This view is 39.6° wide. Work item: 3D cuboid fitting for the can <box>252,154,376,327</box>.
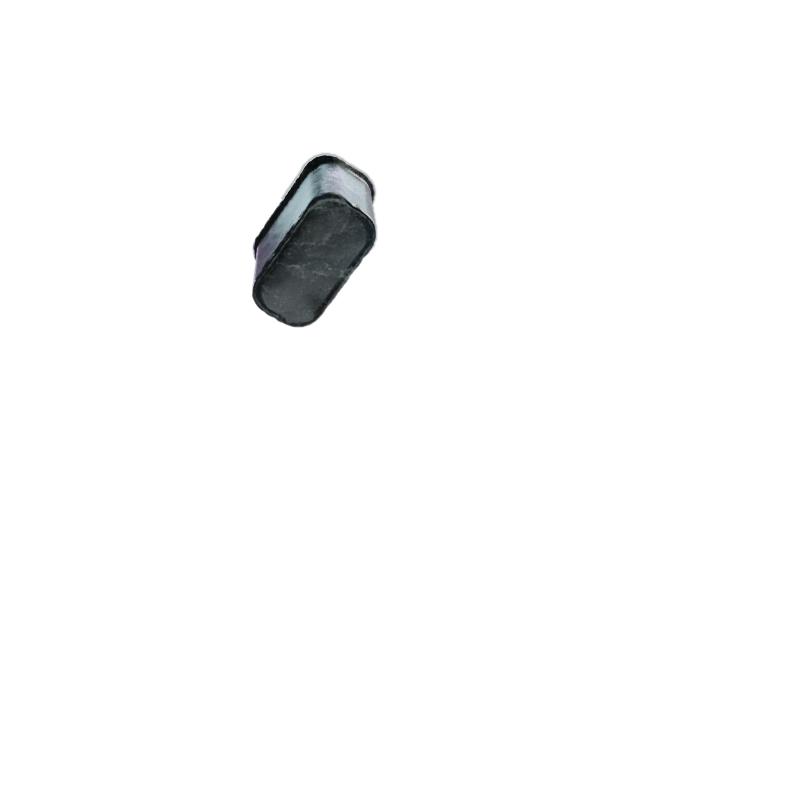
[{"bbox_3d":[-0.060,-0.109,0.766,0.056,0.100,0.088,32,19,-17],"label":"can"}]
